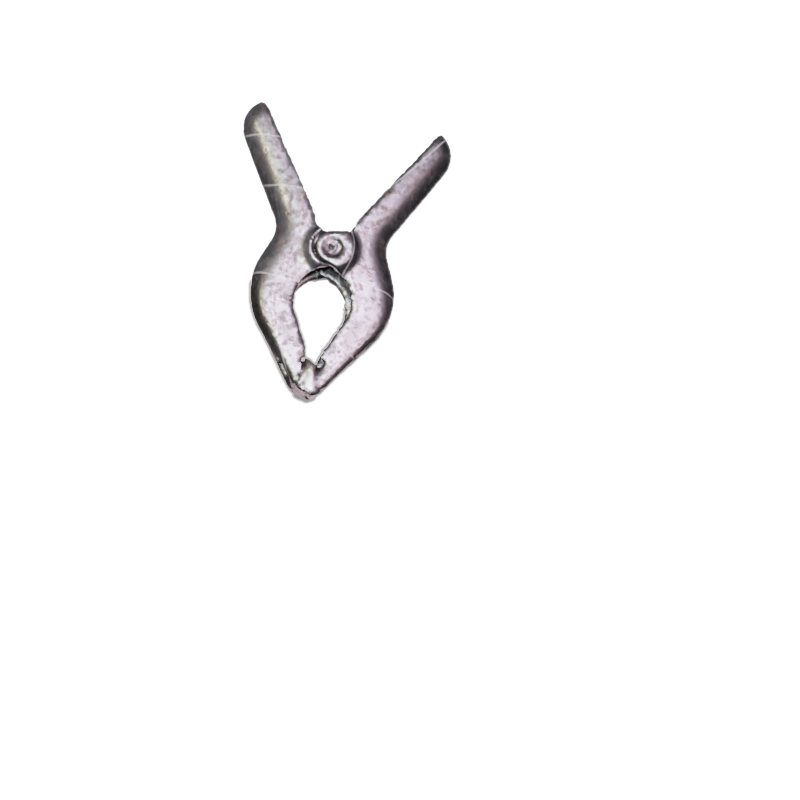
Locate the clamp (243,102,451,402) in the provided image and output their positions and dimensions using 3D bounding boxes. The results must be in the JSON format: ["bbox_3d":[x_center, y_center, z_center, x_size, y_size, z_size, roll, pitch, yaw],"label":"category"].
[{"bbox_3d":[-0.049,-0.089,0.622,0.121,0.178,0.037,16,-20,5],"label":"clamp"}]
